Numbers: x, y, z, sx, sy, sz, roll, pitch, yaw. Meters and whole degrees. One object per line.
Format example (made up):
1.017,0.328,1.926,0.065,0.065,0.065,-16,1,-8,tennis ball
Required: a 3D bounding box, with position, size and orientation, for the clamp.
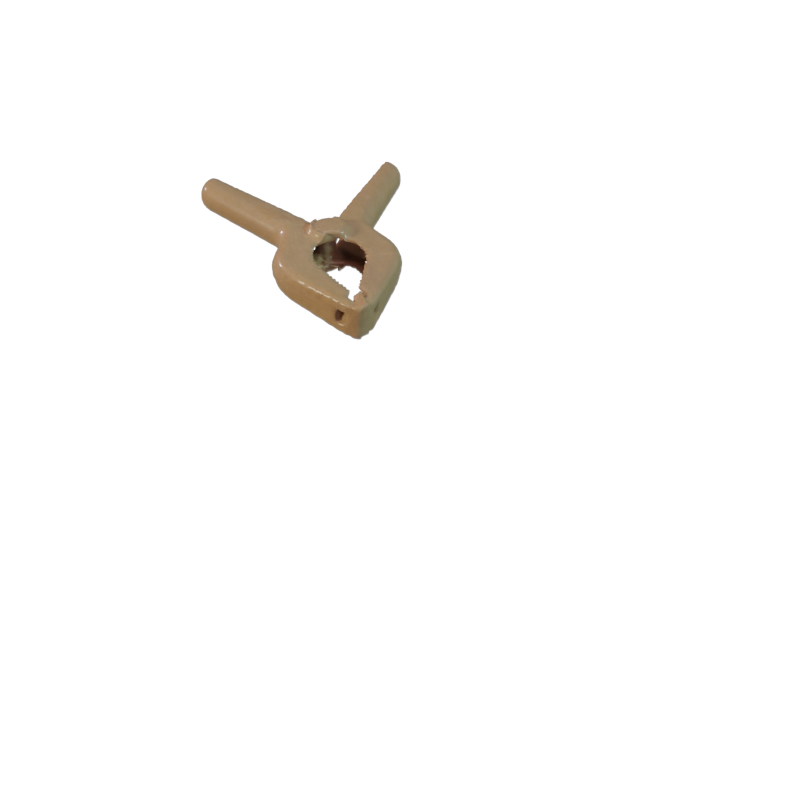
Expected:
-0.065,-0.119,0.836,0.163,0.034,0.226,-5,39,-7,clamp
